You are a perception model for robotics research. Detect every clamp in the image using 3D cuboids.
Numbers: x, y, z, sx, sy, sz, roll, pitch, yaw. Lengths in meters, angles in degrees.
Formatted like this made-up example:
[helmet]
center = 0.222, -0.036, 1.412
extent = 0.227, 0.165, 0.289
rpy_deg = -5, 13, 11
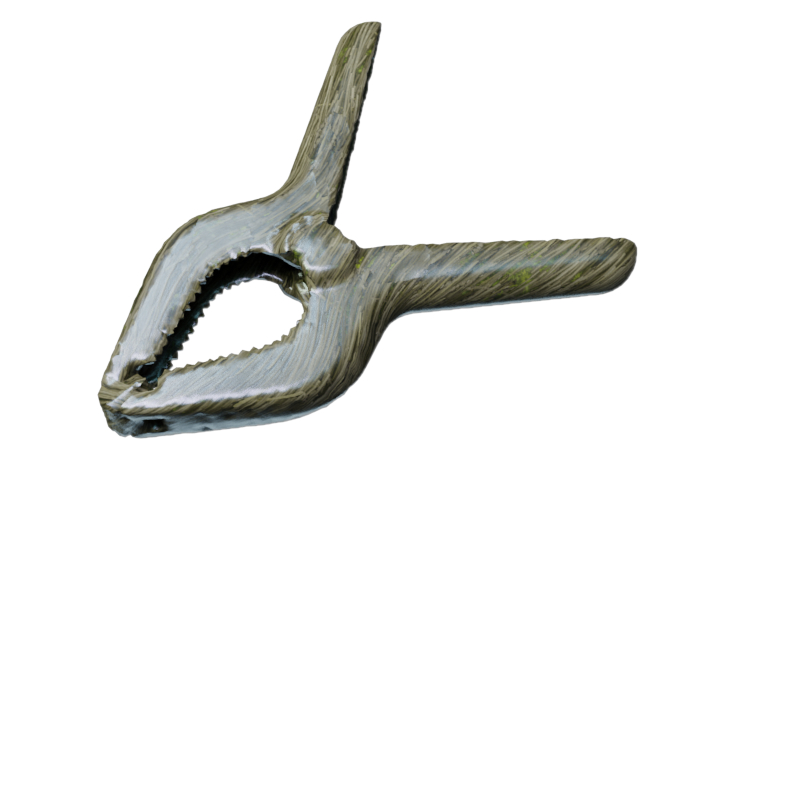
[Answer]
[clamp]
center = -0.035, -0.063, 0.445
extent = 0.210, 0.175, 0.034
rpy_deg = -31, -25, -17
